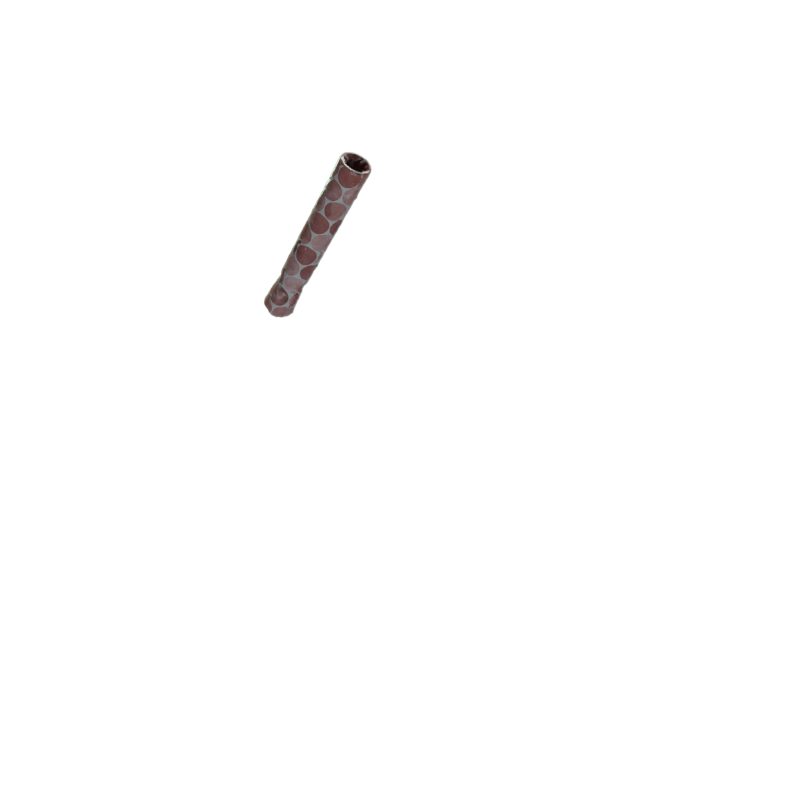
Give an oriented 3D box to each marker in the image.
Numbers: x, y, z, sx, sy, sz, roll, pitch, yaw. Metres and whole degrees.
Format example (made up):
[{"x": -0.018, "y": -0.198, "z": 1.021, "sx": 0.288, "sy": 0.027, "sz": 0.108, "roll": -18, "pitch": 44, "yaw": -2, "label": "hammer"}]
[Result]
[{"x": -0.049, "y": -0.089, "z": 0.625, "sx": 0.019, "sy": 0.021, "sz": 0.116, "roll": -1, "pitch": -39, "yaw": -35, "label": "marker"}]
